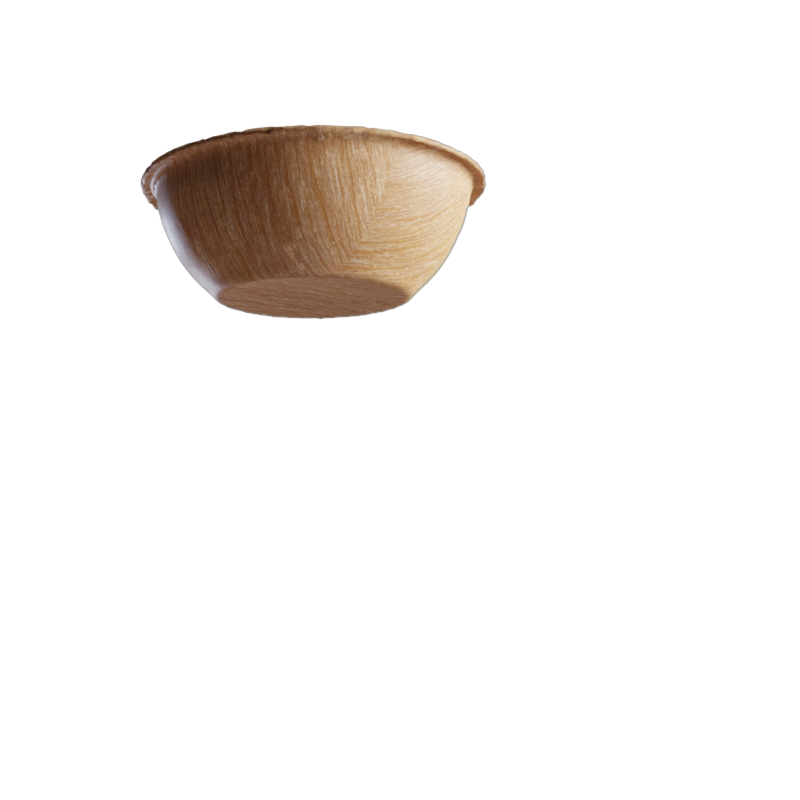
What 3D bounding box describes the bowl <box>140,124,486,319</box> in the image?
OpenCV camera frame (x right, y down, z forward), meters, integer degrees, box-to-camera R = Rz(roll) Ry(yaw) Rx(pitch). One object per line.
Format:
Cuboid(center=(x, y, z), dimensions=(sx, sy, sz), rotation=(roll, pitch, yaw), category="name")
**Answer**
Cuboid(center=(-0.040, -0.074, 0.515), dimensions=(0.162, 0.057, 0.158), rotation=(0, -9, -2), category="bowl")
